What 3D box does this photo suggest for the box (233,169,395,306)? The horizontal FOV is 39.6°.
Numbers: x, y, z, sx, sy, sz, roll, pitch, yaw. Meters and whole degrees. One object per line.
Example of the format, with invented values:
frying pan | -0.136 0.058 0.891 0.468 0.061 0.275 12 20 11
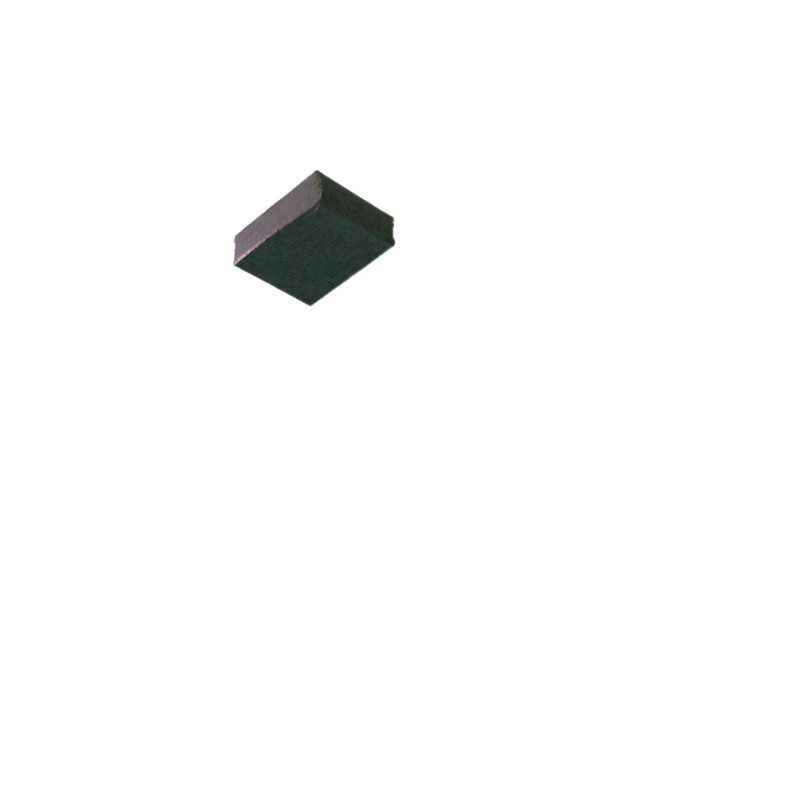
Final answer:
box | -0.074 -0.135 0.946 0.084 0.042 0.113 28 -44 -35
